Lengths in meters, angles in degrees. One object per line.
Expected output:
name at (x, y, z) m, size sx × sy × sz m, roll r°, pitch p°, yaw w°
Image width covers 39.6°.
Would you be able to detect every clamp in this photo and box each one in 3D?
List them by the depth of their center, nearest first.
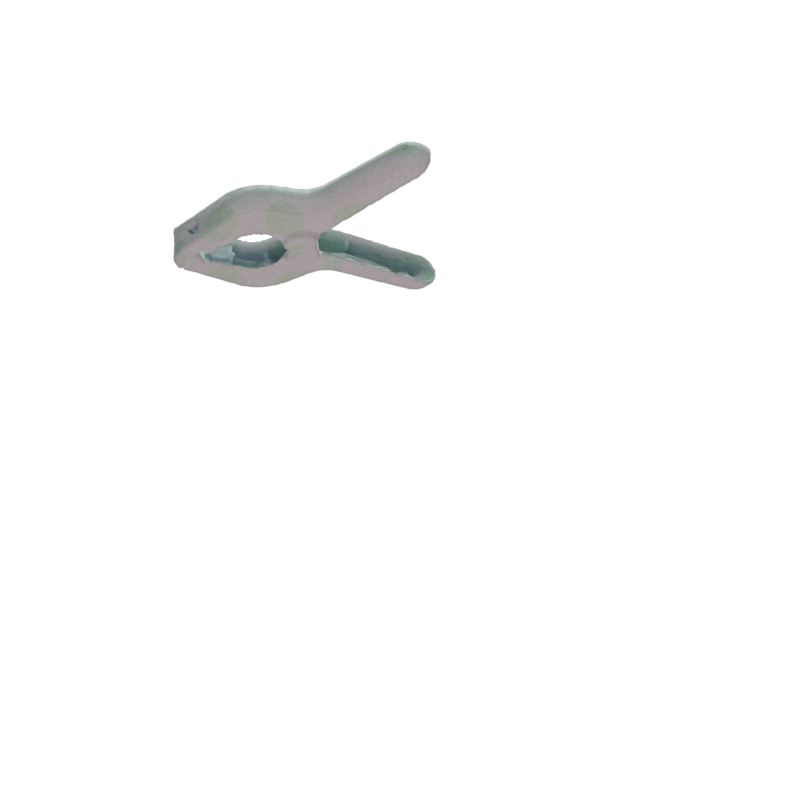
clamp at (-0.055, -0.101, 0.708) m, size 0.173 × 0.042 × 0.111 m, roll -10°, pitch -46°, yaw 9°
